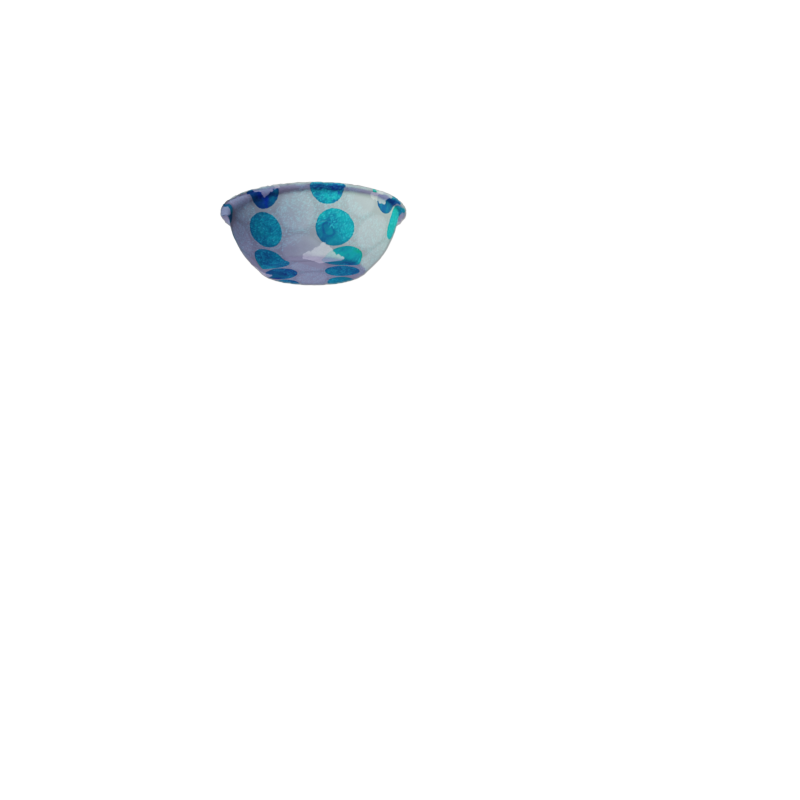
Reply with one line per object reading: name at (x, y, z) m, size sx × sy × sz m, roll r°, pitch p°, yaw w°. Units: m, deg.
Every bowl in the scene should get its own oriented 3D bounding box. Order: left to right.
bowl at (-0.075, -0.137, 0.958) m, size 0.162 × 0.057 × 0.157 m, roll 0°, pitch -11°, yaw -2°
